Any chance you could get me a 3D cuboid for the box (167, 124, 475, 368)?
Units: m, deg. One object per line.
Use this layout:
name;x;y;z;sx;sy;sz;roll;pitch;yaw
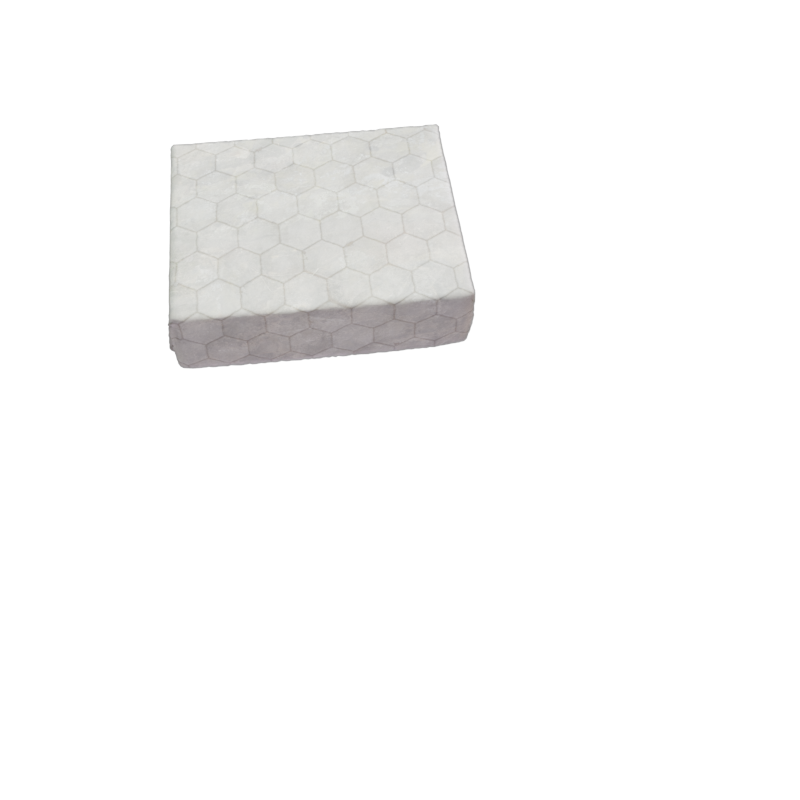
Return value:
box;-0.034;-0.062;0.434;0.113;0.097;0.036;-4;-36;-4
